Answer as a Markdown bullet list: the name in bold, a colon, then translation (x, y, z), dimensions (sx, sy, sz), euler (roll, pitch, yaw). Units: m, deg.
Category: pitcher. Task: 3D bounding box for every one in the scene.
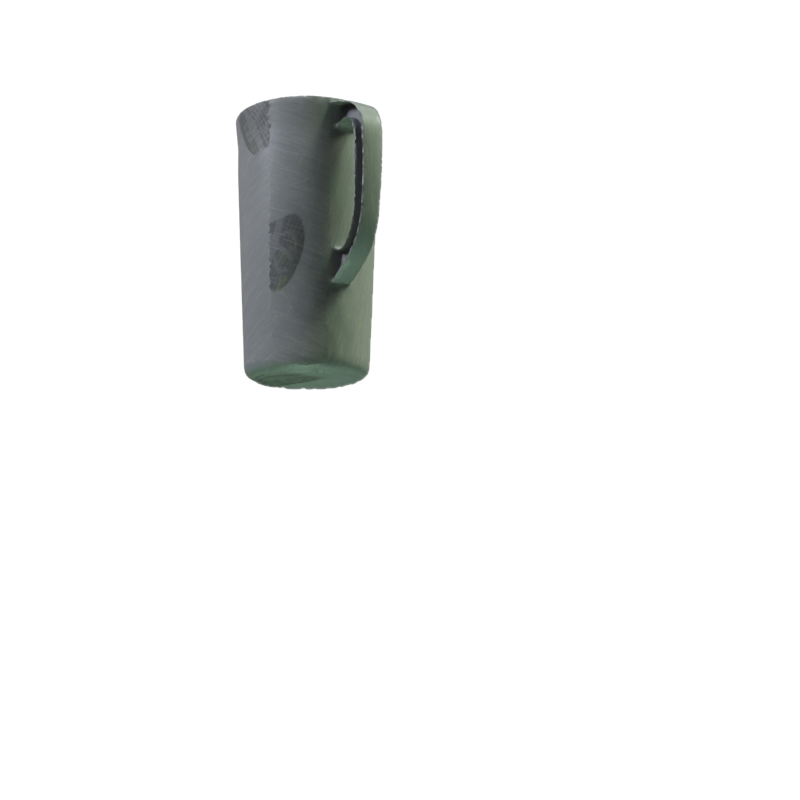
- **pitcher**: translation (-0.076, -0.138, 0.970), dimensions (0.147, 0.252, 0.142), euler (-4, -14, 10)
